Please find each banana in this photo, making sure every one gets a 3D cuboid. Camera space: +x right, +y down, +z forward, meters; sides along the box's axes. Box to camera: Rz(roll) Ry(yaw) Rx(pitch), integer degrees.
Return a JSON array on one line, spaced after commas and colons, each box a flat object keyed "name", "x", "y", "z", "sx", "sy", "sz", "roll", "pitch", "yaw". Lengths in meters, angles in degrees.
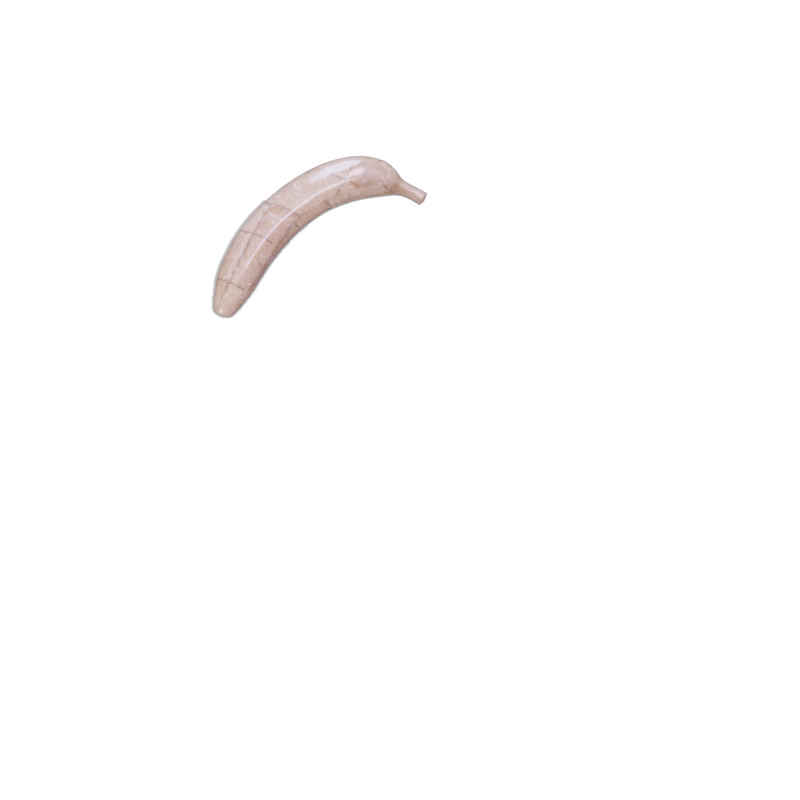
[{"name": "banana", "x": -0.076, "y": -0.142, "z": 0.882, "sx": 0.198, "sy": 0.073, "sz": 0.035, "roll": -32, "pitch": -15, "yaw": -11}]
